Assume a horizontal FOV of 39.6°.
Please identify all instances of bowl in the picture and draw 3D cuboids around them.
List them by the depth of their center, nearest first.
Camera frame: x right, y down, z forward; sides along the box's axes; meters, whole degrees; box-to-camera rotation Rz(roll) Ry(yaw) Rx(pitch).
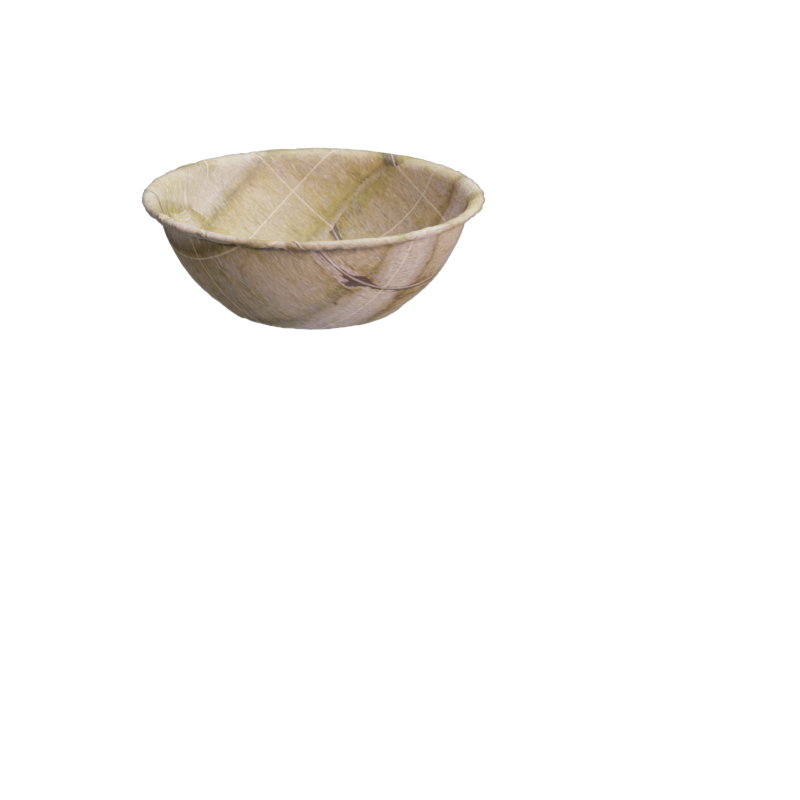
[{"bbox_3d":[-0.042,-0.076,0.535,0.162,0.052,0.170,-1,25,-2],"label":"bowl"}]
